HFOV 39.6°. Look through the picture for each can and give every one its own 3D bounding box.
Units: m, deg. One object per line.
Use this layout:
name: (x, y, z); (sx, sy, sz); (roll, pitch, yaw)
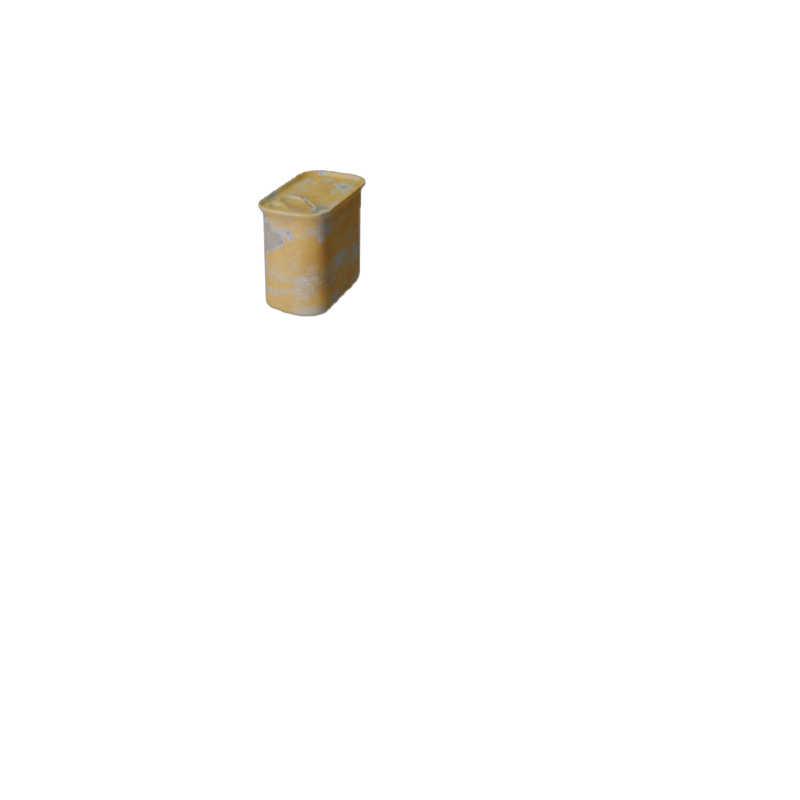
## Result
can: (-0.067, -0.122, 0.858); (0.059, 0.079, 0.104); (10, 28, 18)
